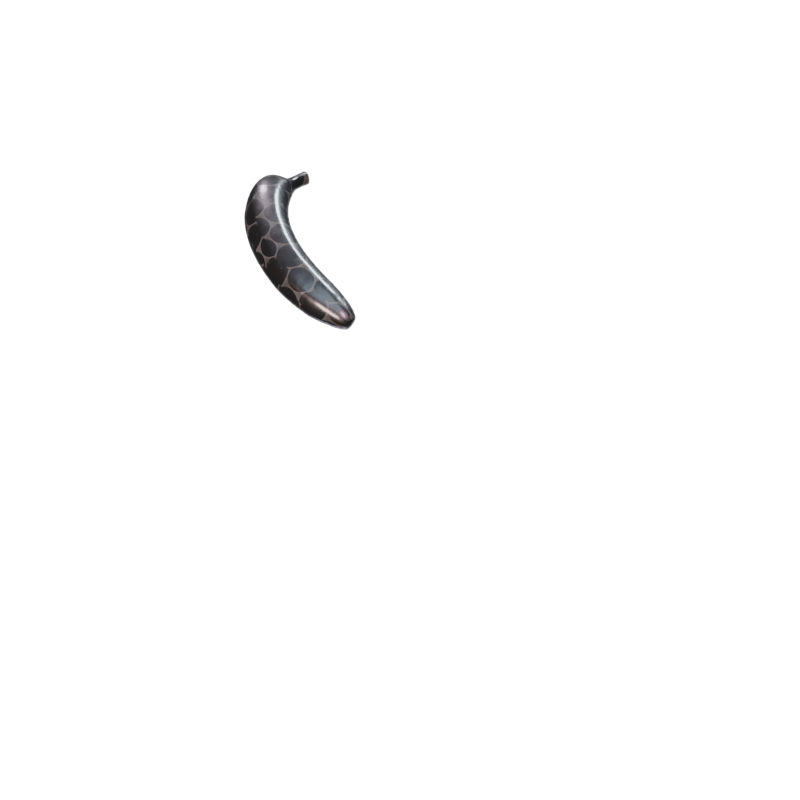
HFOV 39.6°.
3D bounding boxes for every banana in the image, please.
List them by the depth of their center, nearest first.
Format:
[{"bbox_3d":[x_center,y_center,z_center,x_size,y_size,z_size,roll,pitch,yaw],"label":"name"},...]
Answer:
[{"bbox_3d":[-0.091,-0.132,0.926,0.069,0.214,0.034,-9,-42,-10],"label":"banana"}]
